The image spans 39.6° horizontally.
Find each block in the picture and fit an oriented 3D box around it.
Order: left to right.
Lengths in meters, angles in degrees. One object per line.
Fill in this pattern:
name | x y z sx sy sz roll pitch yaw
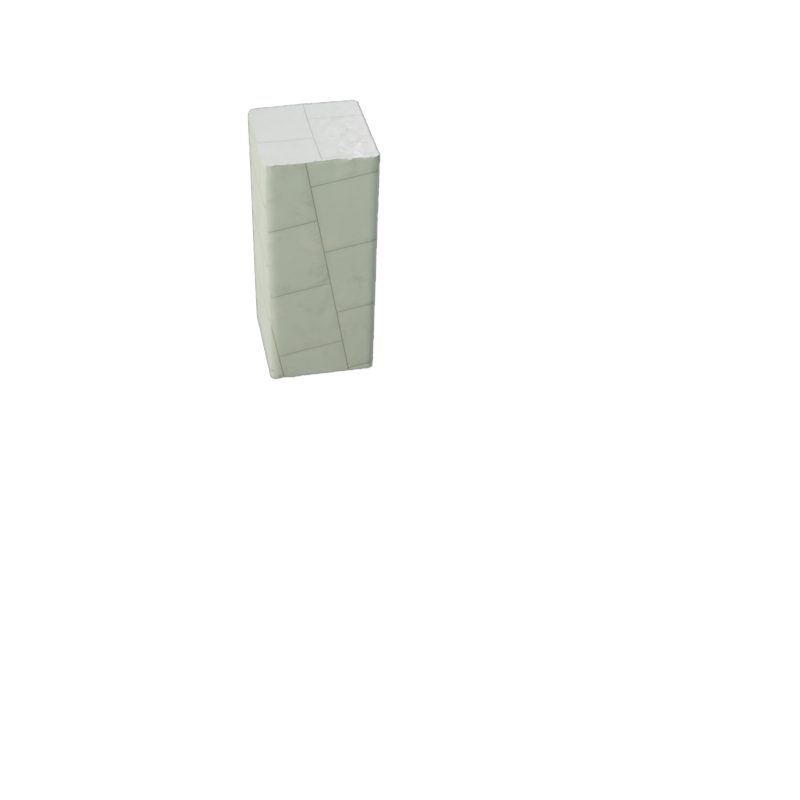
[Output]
block | -0.071 -0.128 0.896 0.089 0.193 0.098 -6 40 -11
